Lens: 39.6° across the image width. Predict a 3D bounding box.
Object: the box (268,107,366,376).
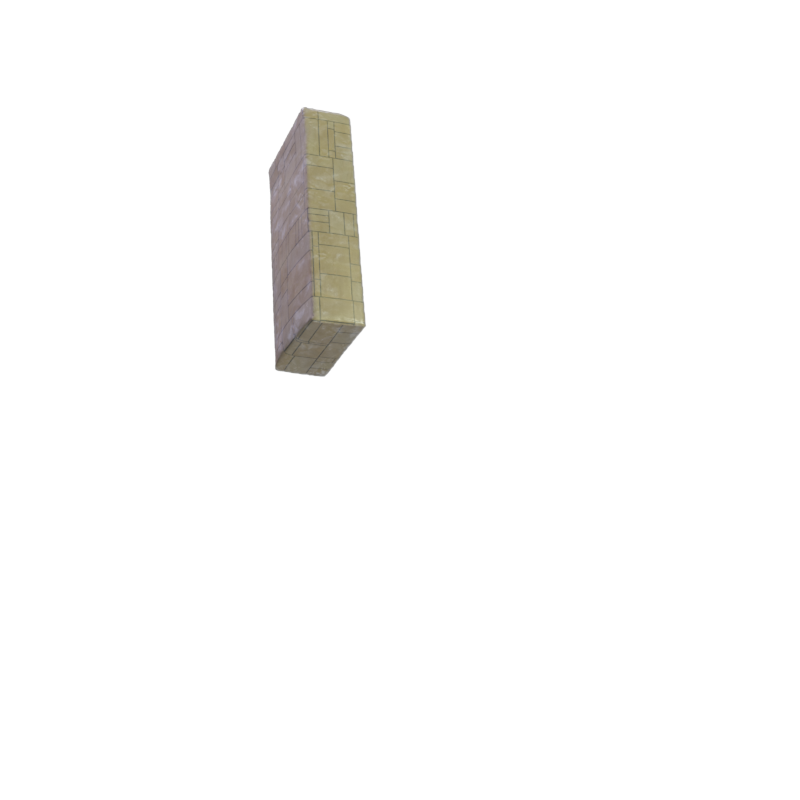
[{"bbox_3d":[-0.063,-0.116,0.813,0.047,0.187,0.090,9,-29,-20],"label":"box"}]
